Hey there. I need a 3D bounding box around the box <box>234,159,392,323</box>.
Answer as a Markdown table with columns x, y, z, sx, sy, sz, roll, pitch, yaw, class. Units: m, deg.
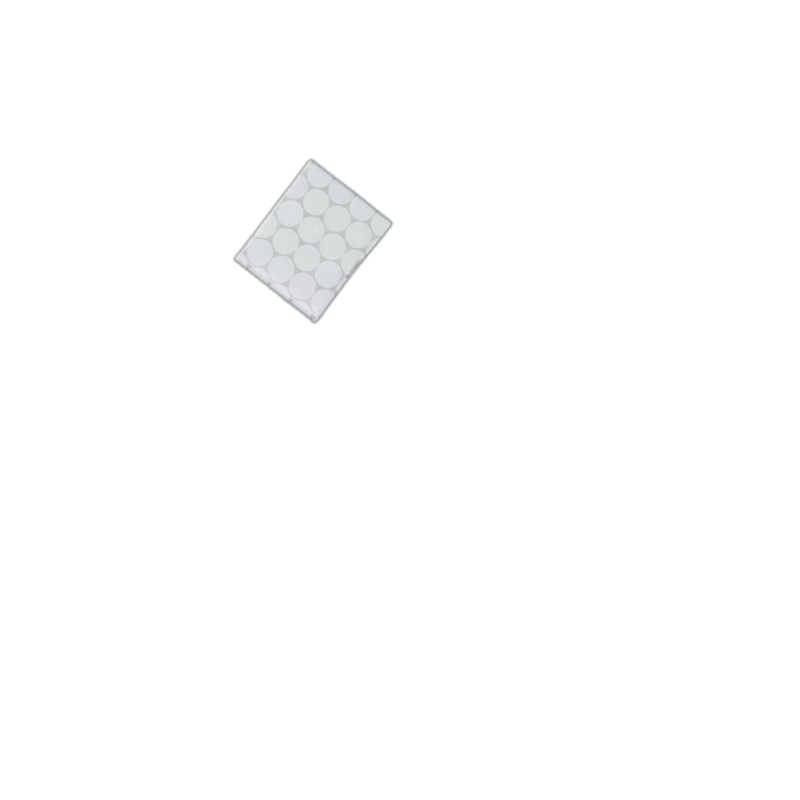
| x | y | z | sx | sy | sz | roll | pitch | yaw | class |
| --- | --- | --- | --- | --- | --- | --- | --- | --- | --- |
| -0.061 | -0.110 | 0.775 | 0.073 | 0.089 | 0.030 | 38 | -1 | 0 | box |
